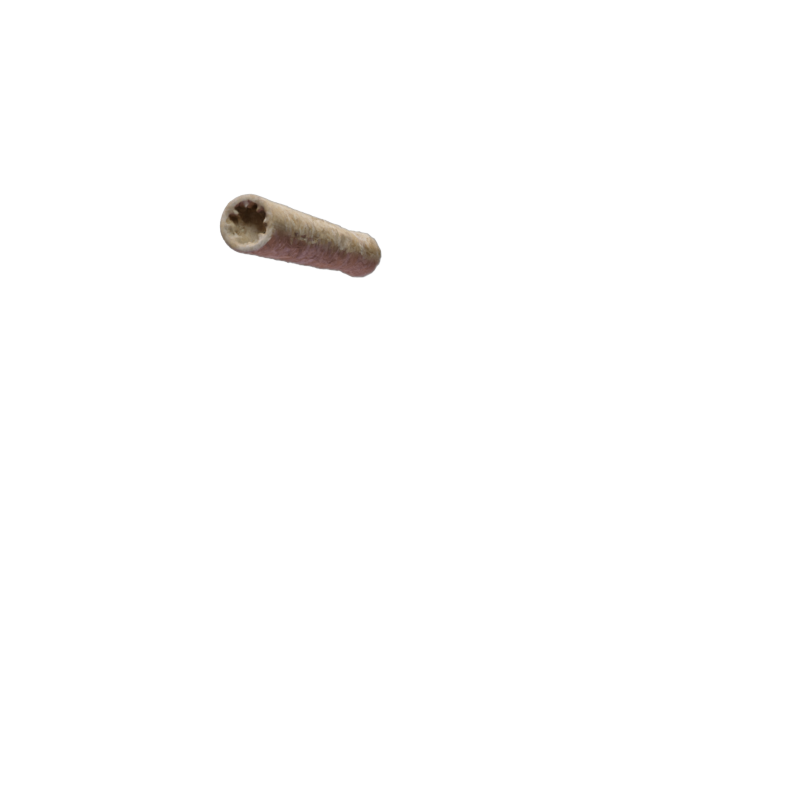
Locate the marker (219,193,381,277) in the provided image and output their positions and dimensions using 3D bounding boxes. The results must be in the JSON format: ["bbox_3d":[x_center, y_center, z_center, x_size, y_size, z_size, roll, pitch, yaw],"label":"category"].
[{"bbox_3d":[-0.031,-0.057,0.399,0.020,0.020,0.118,1,2,16],"label":"marker"}]
